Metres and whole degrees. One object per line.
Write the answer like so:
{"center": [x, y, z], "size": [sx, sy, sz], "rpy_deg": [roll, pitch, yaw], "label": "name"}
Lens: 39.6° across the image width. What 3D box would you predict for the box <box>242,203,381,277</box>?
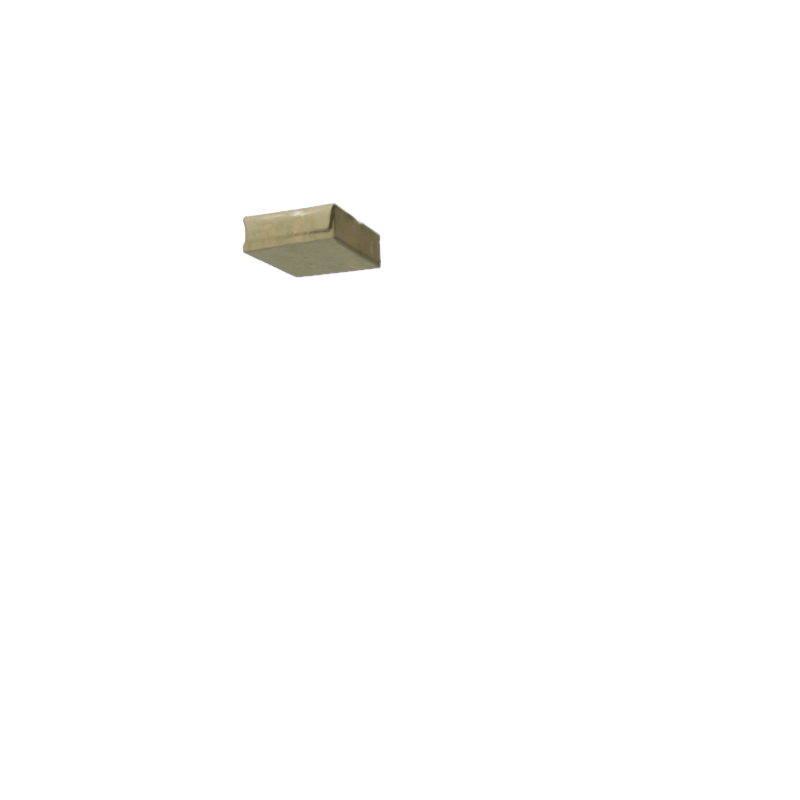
{"center": [-0.064, -0.117, 0.819], "size": [0.075, 0.031, 0.084], "rpy_deg": [-4, -11, 23], "label": "box"}
